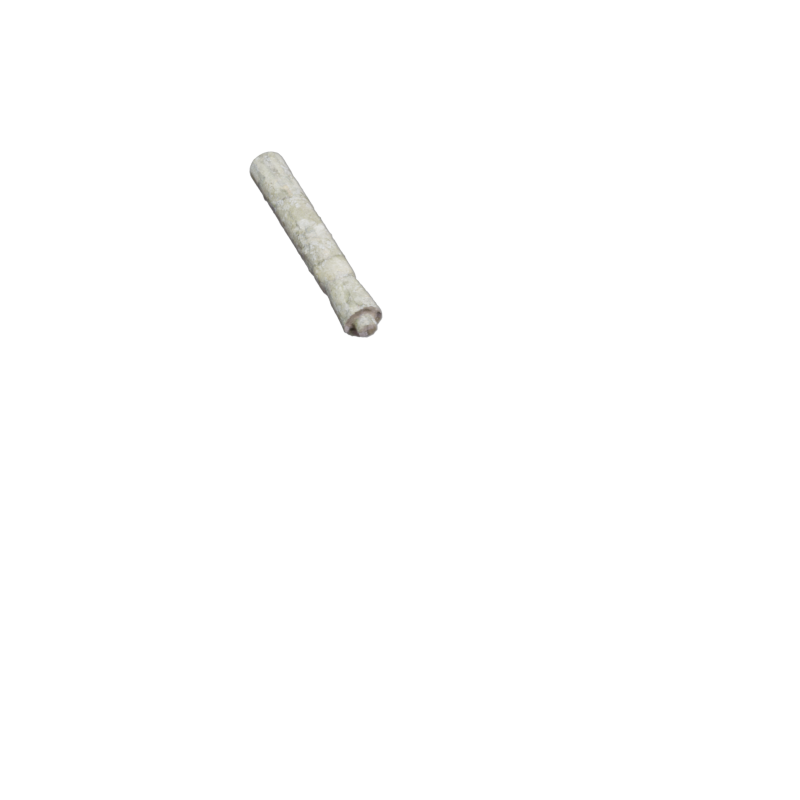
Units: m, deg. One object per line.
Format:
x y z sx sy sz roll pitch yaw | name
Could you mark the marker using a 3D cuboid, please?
-0.041 -0.074 0.519 0.019 0.019 0.131 -2 44 -32 | marker
